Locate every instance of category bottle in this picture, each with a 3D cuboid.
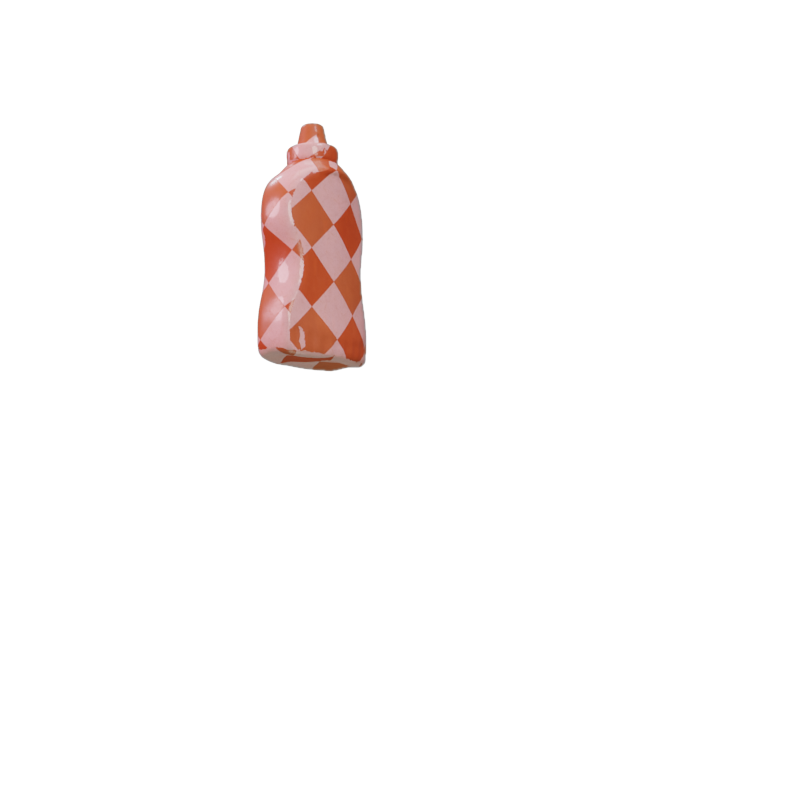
[{"bbox_3d":[-0.068,-0.123,0.862,0.060,0.199,0.091,-13,-18,39],"label":"bottle"}]
